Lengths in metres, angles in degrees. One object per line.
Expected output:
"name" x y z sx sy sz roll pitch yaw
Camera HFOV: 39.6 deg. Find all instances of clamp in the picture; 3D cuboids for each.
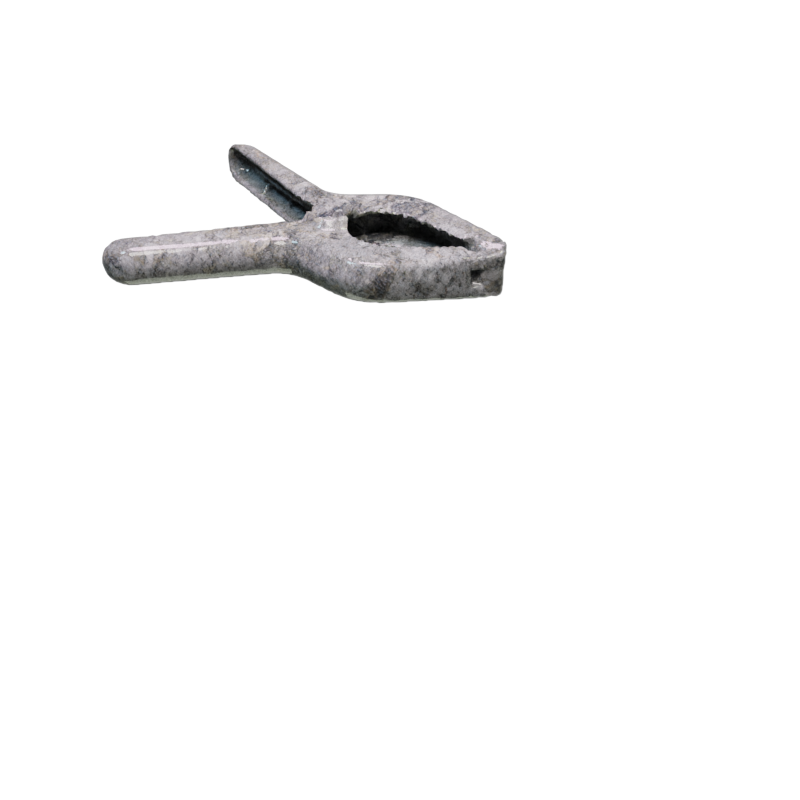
"clamp" -0.049 -0.089 0.620 0.219 0.034 0.168 17 38 23
